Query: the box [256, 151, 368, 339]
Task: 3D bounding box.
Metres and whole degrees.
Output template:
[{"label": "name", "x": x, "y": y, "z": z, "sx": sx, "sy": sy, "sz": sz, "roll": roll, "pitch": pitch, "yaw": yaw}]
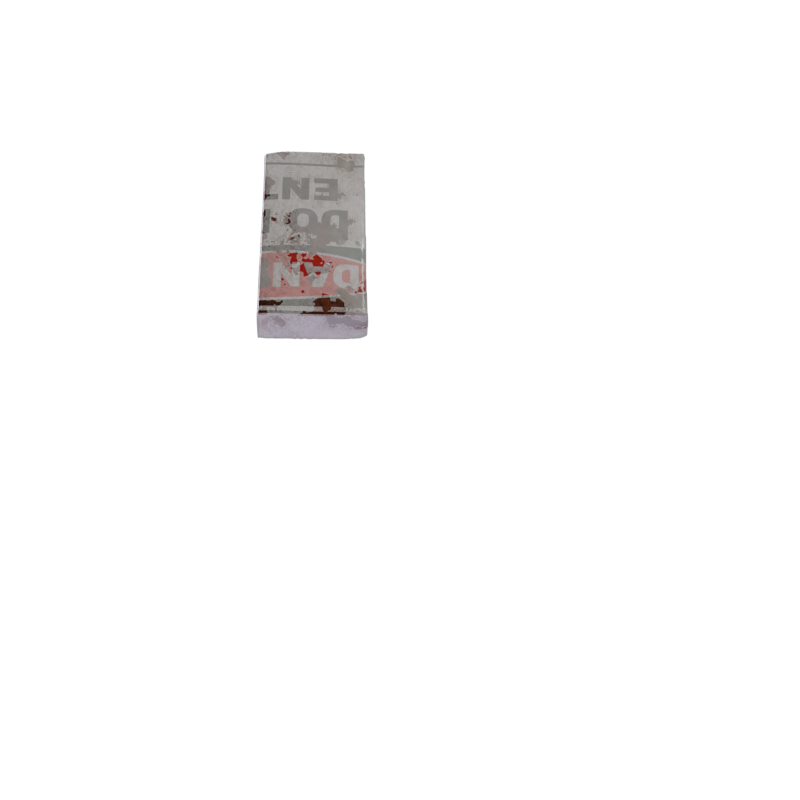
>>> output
[{"label": "box", "x": -0.076, "y": -0.138, "z": 0.963, "sx": 0.093, "sy": 0.188, "sz": 0.045, "roll": -1, "pitch": -32, "yaw": -3}]
